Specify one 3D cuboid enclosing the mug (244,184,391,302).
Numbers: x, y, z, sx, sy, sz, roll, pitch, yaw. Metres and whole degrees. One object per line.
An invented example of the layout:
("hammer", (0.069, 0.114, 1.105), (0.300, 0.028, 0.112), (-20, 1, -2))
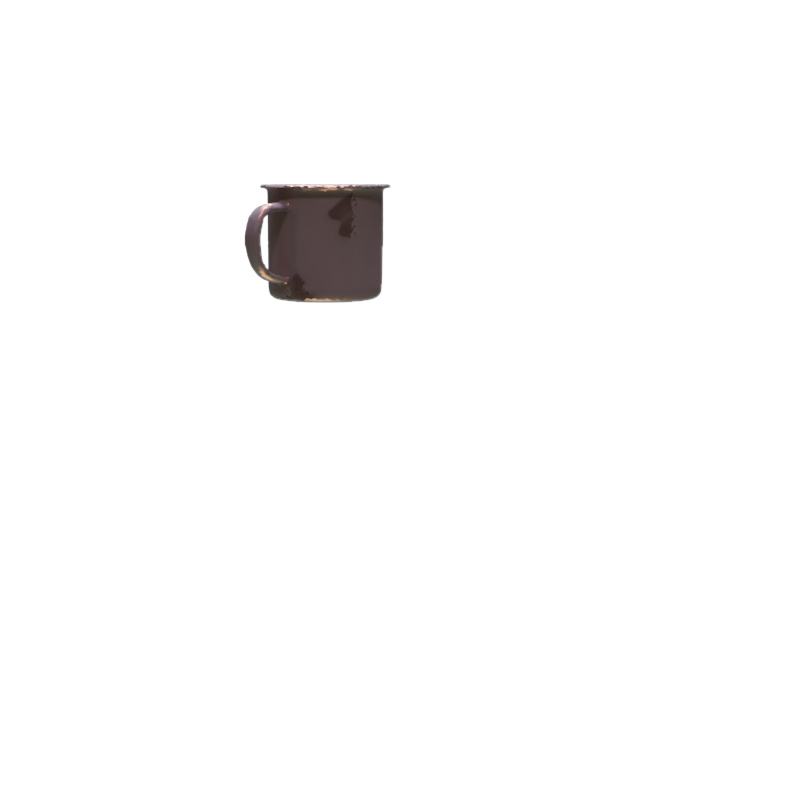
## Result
("mug", (-0.061, -0.112, 0.785), (0.097, 0.080, 0.113), (7, 11, 42))
